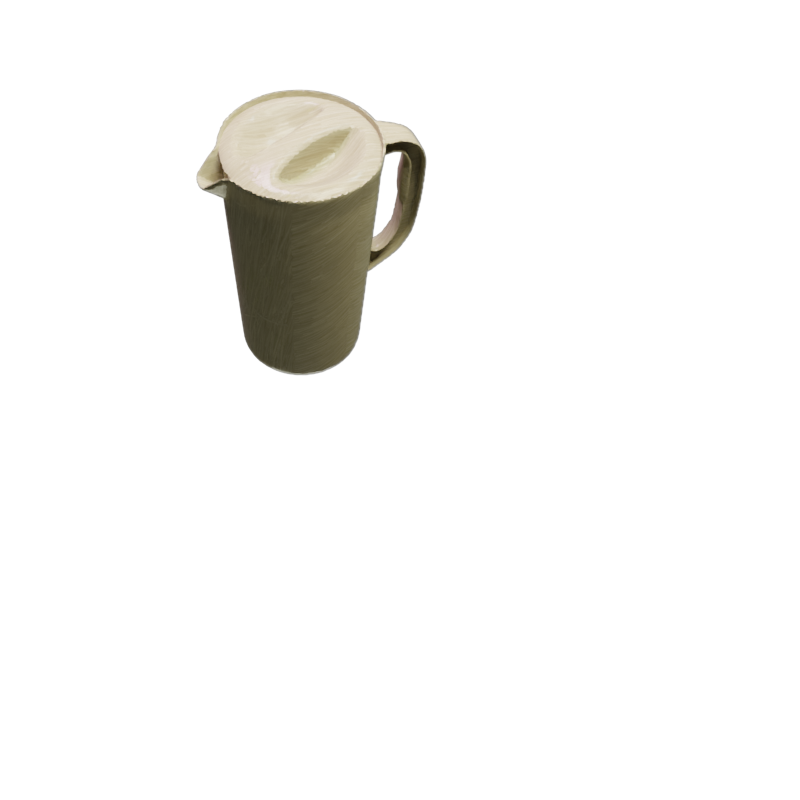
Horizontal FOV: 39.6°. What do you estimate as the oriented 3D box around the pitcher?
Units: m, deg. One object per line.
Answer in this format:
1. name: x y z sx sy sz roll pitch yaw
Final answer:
1. pitcher: -0.074 -0.135 0.946 0.154 0.151 0.226 21 -37 13
